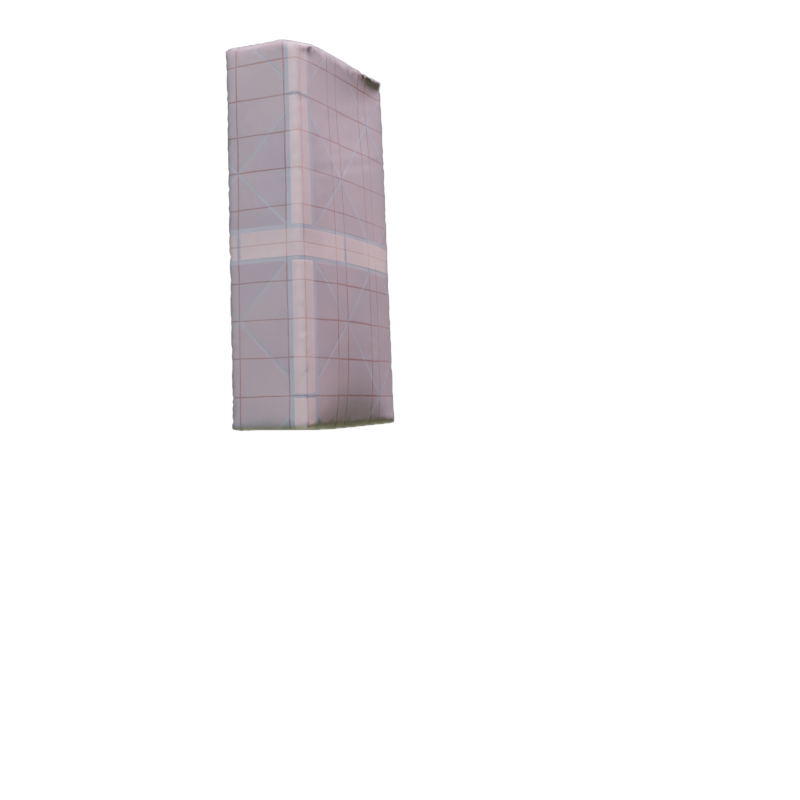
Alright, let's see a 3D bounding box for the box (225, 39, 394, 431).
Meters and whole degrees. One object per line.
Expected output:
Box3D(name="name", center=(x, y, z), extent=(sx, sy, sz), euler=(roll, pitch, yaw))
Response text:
Box3D(name="box", center=(-0.041, -0.076, 0.532), extent=(0.049, 0.179, 0.089), euler=(-3, -6, 26))
